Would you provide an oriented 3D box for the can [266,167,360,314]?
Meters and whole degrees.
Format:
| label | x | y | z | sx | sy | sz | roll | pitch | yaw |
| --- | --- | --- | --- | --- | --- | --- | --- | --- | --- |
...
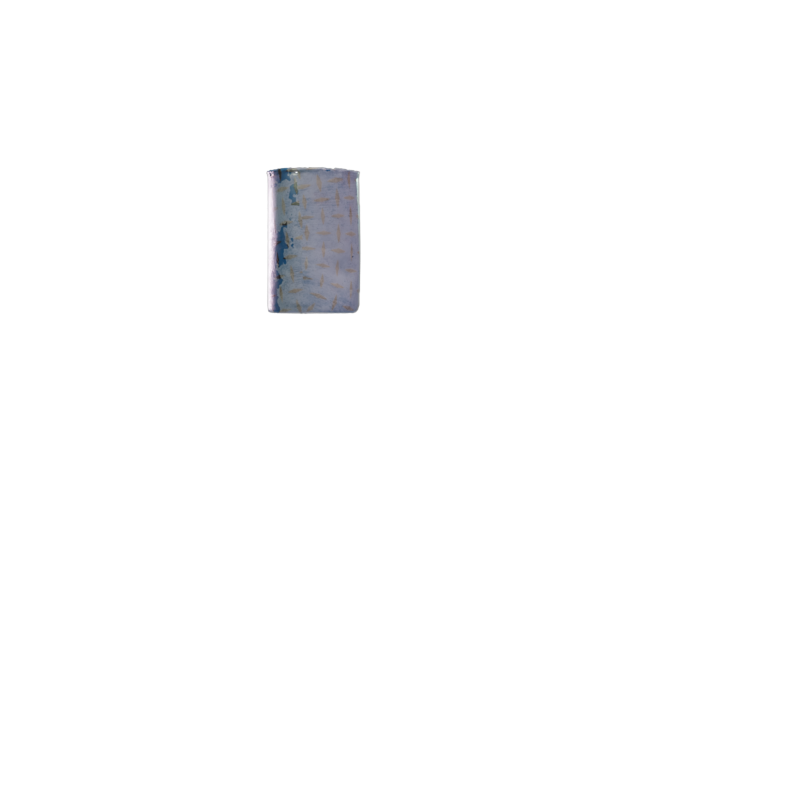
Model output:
| label | x | y | z | sx | sy | sz | roll | pitch | yaw |
| --- | --- | --- | --- | --- | --- | --- | --- | --- | --- |
| can | -0.063 | -0.114 | 0.801 | 0.068 | 0.102 | 0.069 | 0 | 1 | -2 |
